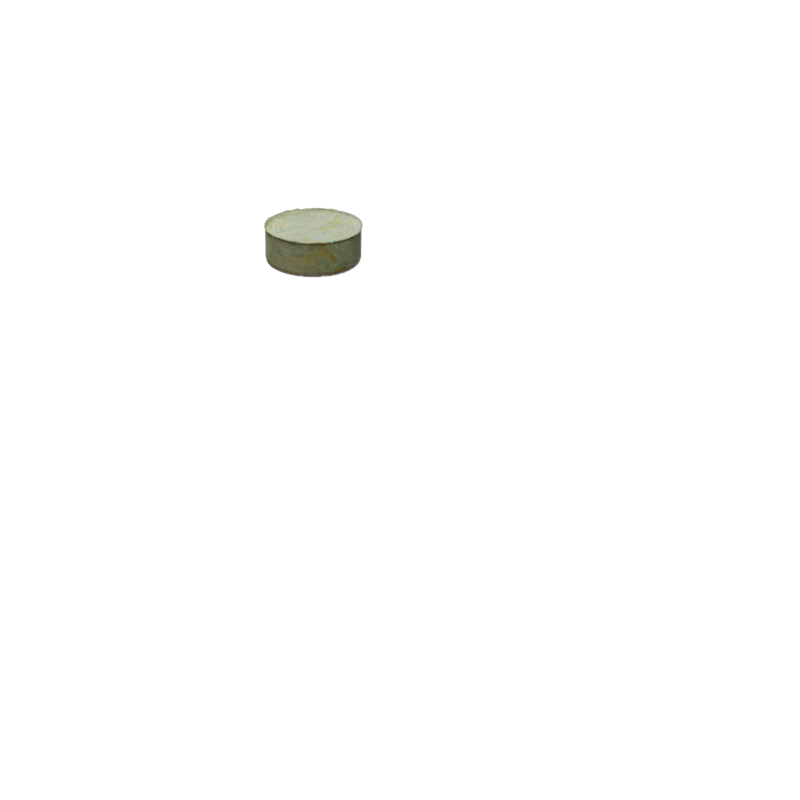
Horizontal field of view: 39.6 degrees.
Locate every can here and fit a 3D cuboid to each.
[{"bbox_3d":[-0.076,-0.138,0.969,0.086,0.032,0.091,-1,28,-2],"label":"can"}]
